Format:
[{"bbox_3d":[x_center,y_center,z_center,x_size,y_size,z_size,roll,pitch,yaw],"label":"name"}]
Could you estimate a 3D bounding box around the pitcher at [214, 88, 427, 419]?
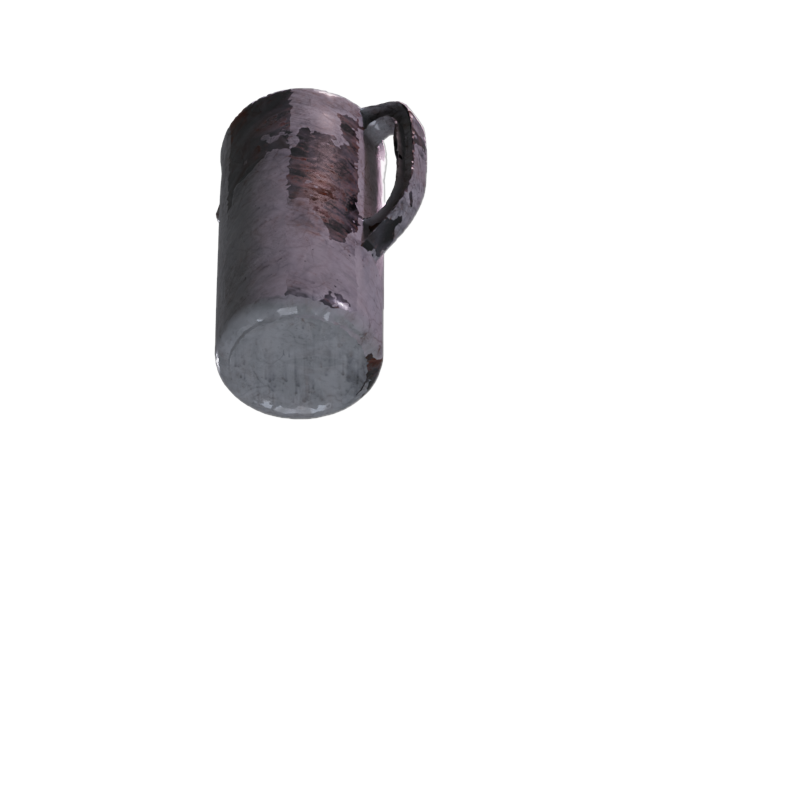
[{"bbox_3d":[-0.062,-0.112,0.788,0.143,0.141,0.261,7,41,-10],"label":"pitcher"}]
